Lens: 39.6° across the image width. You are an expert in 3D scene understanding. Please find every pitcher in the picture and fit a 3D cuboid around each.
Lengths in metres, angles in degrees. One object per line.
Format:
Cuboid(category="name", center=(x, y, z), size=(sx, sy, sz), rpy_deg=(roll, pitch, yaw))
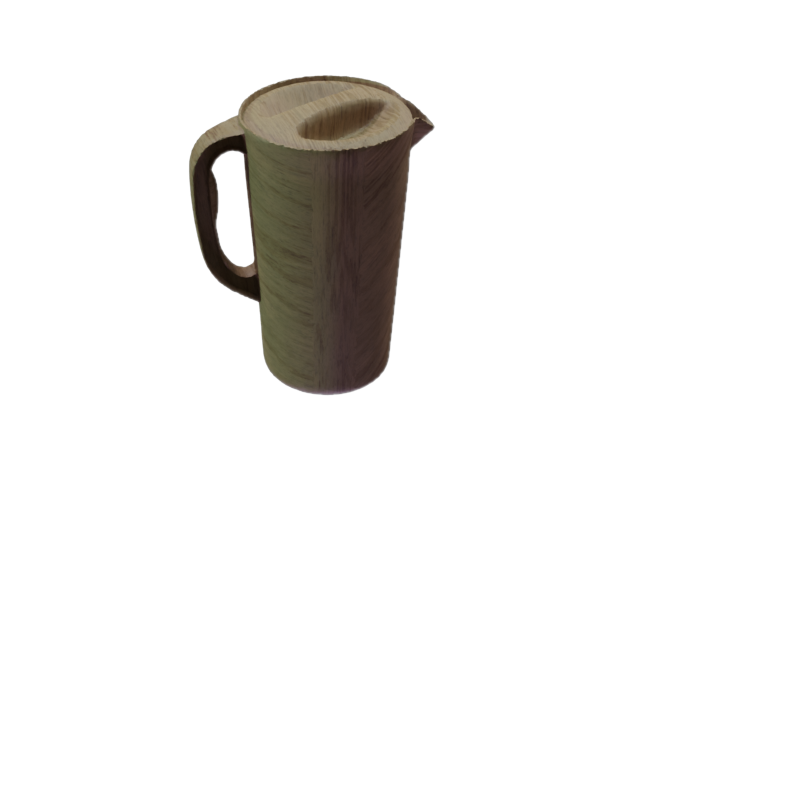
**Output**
Cuboid(category="pitcher", center=(-0.069, -0.127, 0.886), size=(0.156, 0.228, 0.148), rpy_deg=(20, 38, 24))
